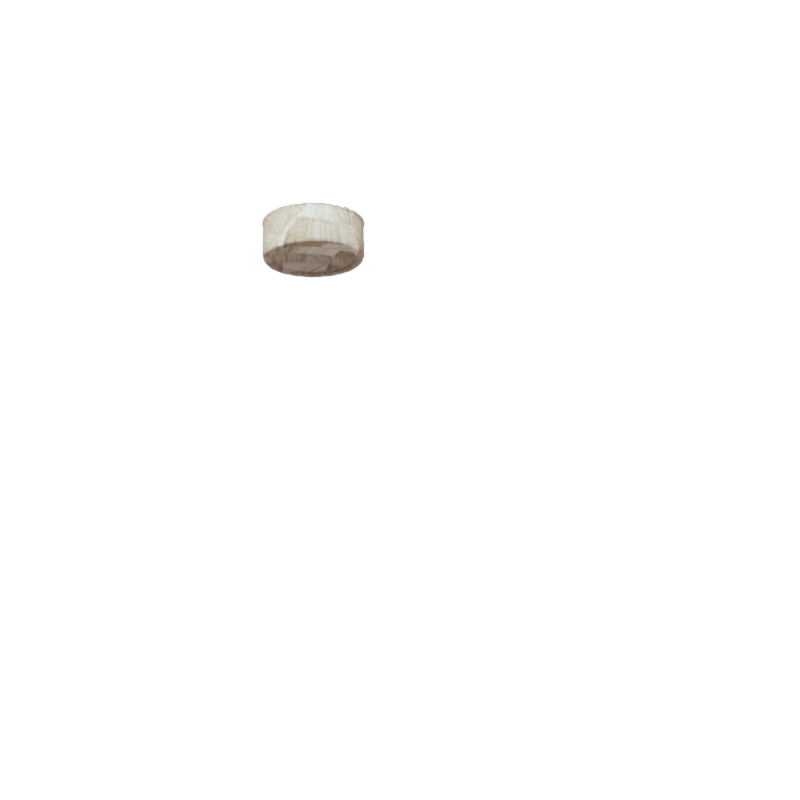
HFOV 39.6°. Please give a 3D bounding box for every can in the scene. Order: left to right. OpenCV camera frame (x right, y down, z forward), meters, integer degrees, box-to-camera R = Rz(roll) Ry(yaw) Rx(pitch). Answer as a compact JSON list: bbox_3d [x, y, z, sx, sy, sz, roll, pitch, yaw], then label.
[{"bbox_3d":[-0.072,-0.132,0.925,0.086,0.035,0.082,0,-16,-2],"label":"can"}]
